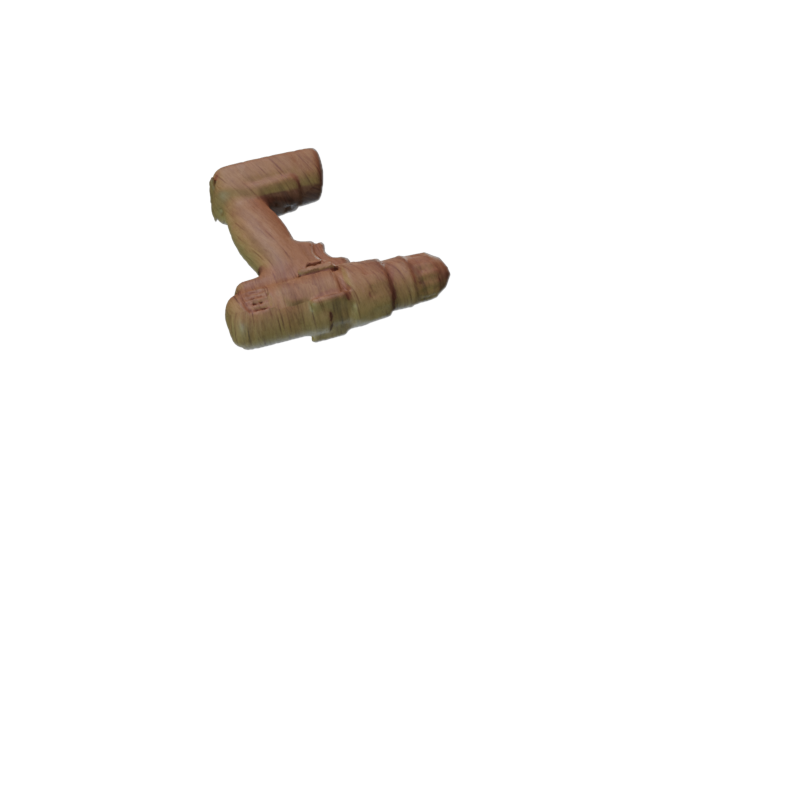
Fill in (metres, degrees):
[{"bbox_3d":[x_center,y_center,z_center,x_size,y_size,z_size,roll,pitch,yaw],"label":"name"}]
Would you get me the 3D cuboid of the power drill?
[{"bbox_3d":[-0.073,-0.133,0.929,0.182,0.053,0.203,-14,48,-14],"label":"power drill"}]
